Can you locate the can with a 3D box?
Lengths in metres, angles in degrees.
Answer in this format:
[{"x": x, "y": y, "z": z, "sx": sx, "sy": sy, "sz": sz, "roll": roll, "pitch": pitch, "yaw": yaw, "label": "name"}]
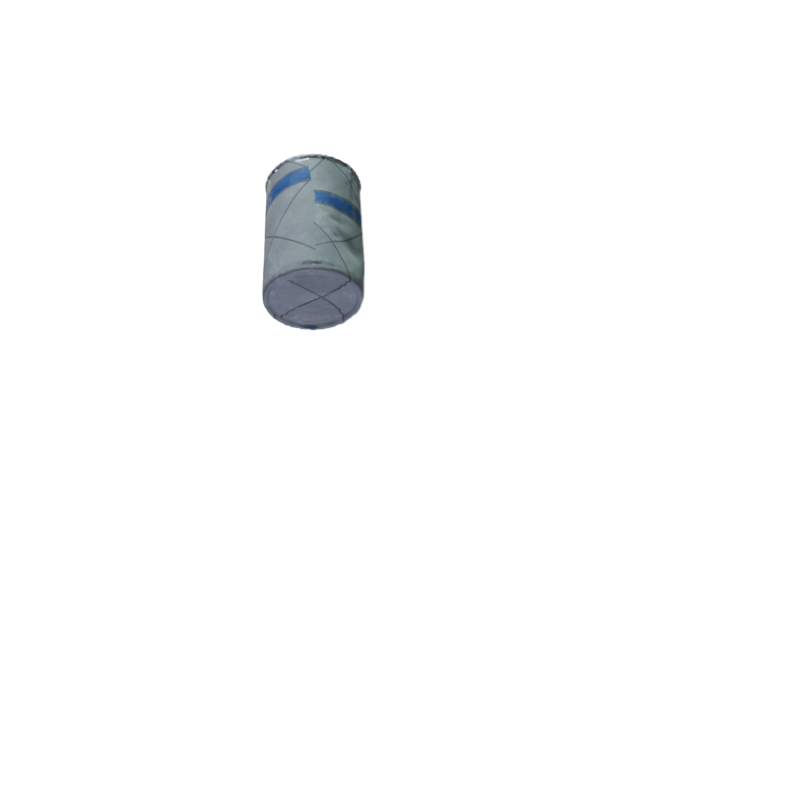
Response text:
[{"x": -0.059, "y": -0.107, "z": 0.752, "sx": 0.068, "sy": 0.110, "sz": 0.064, "roll": -1, "pitch": -37, "yaw": -3, "label": "can"}]
